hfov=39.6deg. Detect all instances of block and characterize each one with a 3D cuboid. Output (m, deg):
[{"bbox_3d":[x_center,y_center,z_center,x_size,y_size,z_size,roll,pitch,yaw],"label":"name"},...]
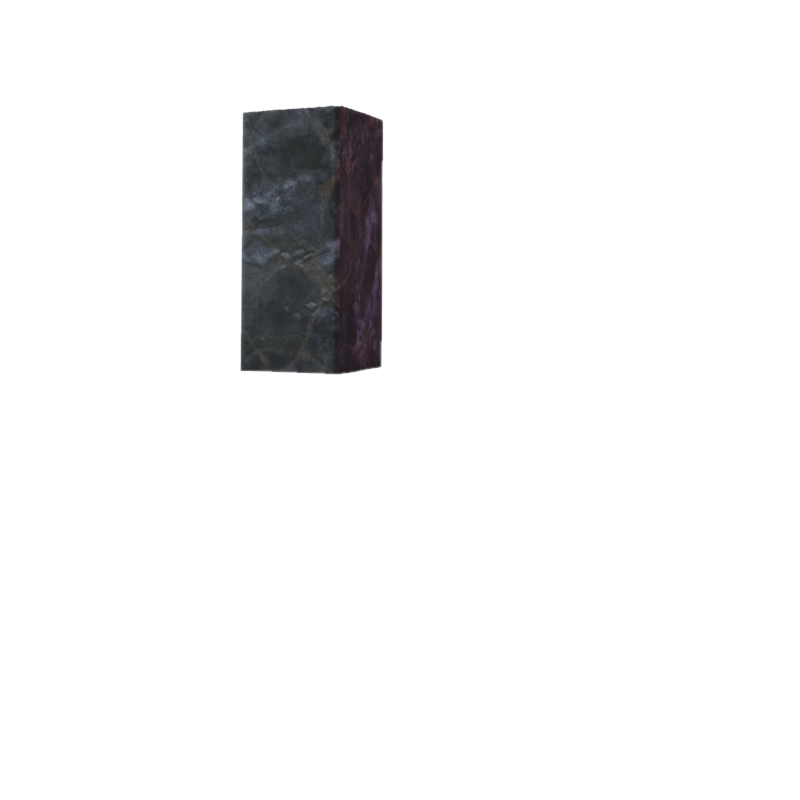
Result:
[{"bbox_3d":[-0.070,-0.129,0.901,0.093,0.207,0.087,-1,-1,24],"label":"block"}]
